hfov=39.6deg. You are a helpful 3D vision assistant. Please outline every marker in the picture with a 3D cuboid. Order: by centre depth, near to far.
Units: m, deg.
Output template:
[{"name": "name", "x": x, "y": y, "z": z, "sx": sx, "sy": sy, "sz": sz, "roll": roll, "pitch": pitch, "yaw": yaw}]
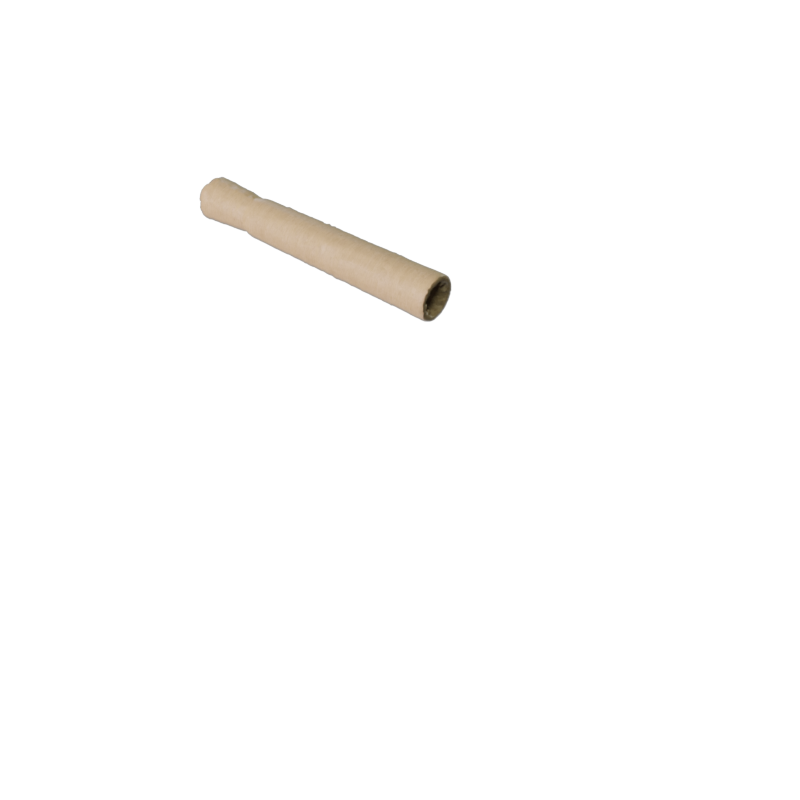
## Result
[{"name": "marker", "x": -0.034, "y": -0.063, "z": 0.438, "sx": 0.128, "sy": 0.019, "sz": 0.019, "roll": 28, "pitch": 19, "yaw": 32}]
